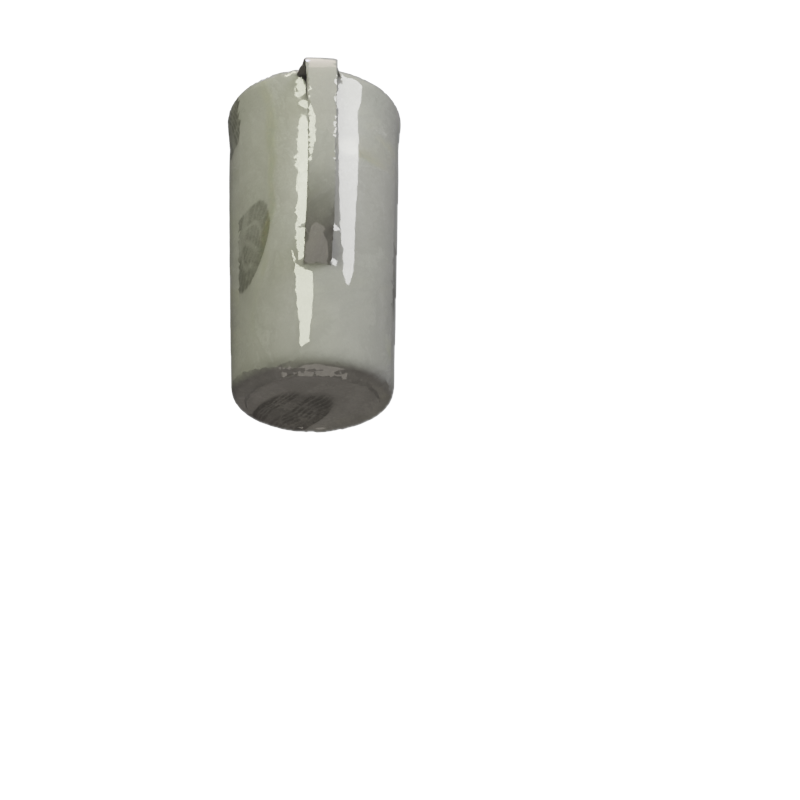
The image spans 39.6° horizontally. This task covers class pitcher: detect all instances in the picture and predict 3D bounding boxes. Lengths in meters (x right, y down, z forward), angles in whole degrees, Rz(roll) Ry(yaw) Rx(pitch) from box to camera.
[{"bbox_3d":[-0.061,-0.112,0.785,0.146,0.259,0.139,-23,-36,32],"label":"pitcher"}]
